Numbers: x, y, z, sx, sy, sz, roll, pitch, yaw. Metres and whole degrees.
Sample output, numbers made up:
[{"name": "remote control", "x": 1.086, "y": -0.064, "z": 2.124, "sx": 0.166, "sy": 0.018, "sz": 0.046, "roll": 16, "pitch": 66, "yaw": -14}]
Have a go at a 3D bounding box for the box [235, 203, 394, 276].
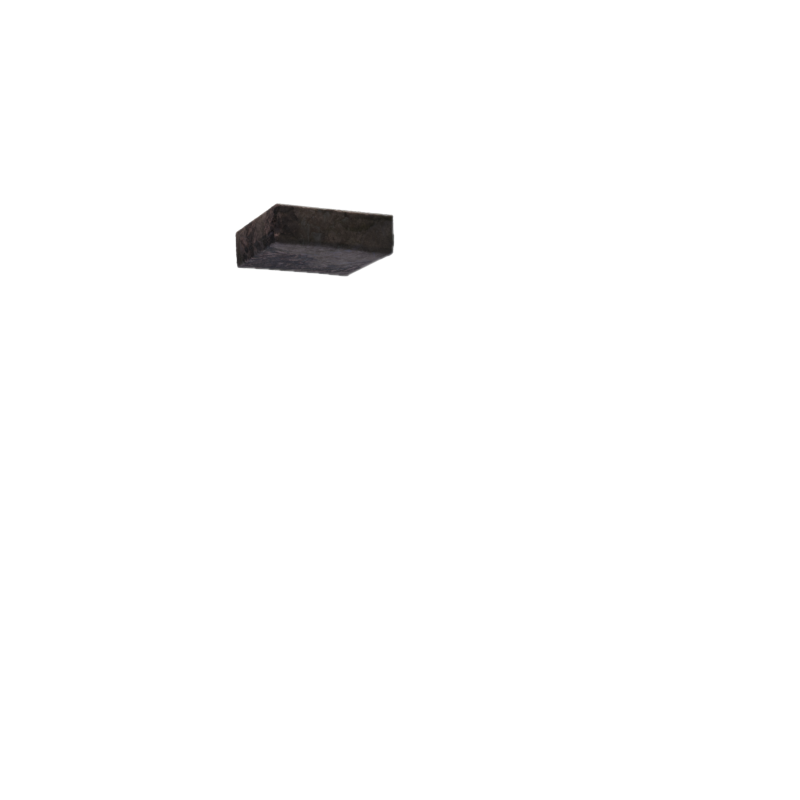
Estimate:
[{"name": "box", "x": -0.075, "y": -0.136, "z": 0.953, "sx": 0.109, "sy": 0.040, "sz": 0.091, "roll": 4, "pitch": -9, "yaw": -27}]
